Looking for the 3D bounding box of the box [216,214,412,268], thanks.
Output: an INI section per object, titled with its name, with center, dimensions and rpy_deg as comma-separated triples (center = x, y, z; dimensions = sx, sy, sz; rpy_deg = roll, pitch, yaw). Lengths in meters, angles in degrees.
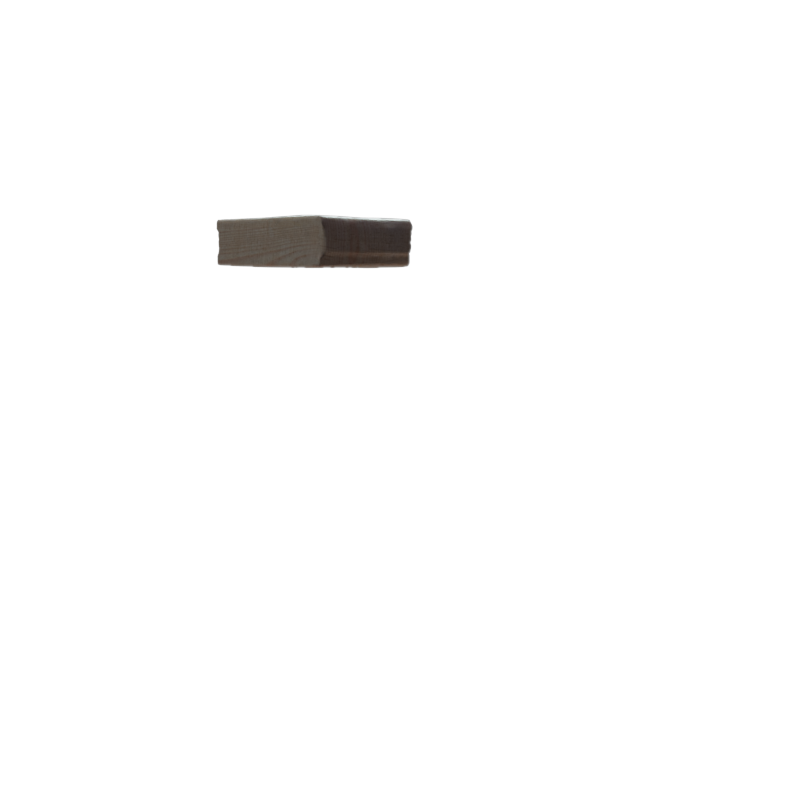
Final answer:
[box]
center = -0.049, -0.090, 0.634
dimensions = 0.093, 0.030, 0.070
rpy_deg = 6, 8, 45
